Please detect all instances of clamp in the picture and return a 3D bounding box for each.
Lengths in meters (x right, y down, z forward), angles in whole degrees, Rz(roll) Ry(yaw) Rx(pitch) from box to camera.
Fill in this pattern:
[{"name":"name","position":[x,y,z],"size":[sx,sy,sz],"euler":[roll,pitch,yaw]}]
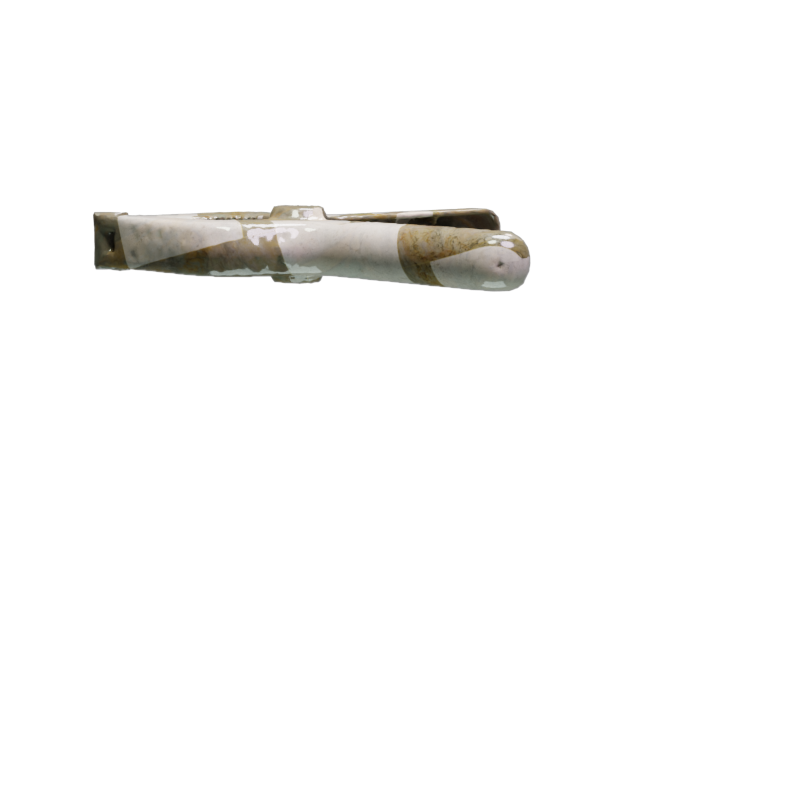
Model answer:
[{"name":"clamp","position":[-0.042,-0.077,0.541],"size":[0.213,0.036,0.165],"euler":[2,12,10]}]
